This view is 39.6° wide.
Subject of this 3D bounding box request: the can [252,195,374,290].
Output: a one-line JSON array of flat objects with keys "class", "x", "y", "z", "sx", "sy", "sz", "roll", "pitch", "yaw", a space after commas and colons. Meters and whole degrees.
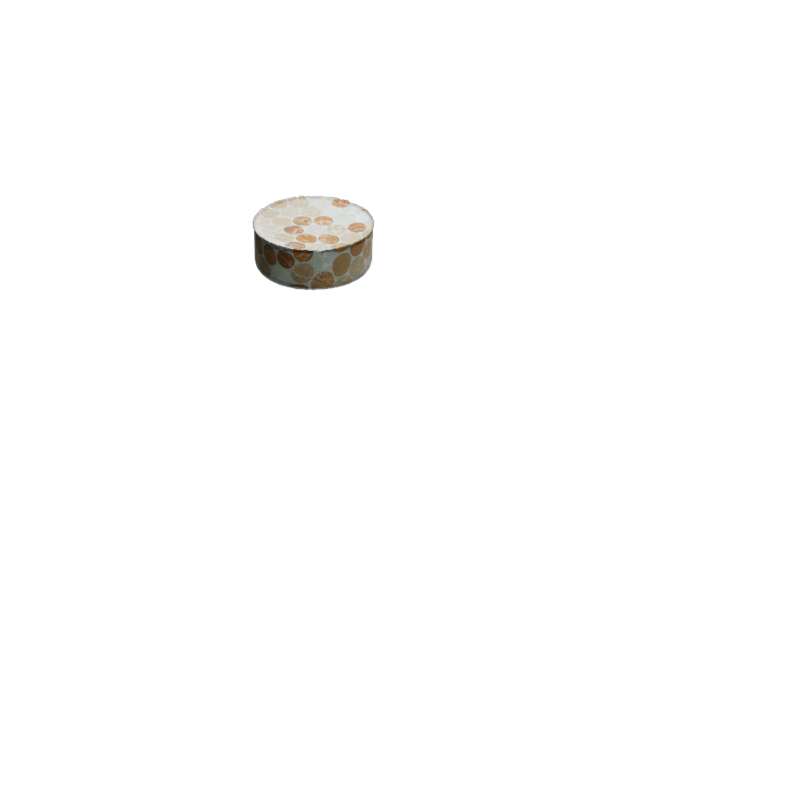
[{"class": "can", "x": -0.062, "y": -0.113, "z": 0.789, "sx": 0.086, "sy": 0.032, "sz": 0.091, "roll": -1, "pitch": 33, "yaw": -2}]
